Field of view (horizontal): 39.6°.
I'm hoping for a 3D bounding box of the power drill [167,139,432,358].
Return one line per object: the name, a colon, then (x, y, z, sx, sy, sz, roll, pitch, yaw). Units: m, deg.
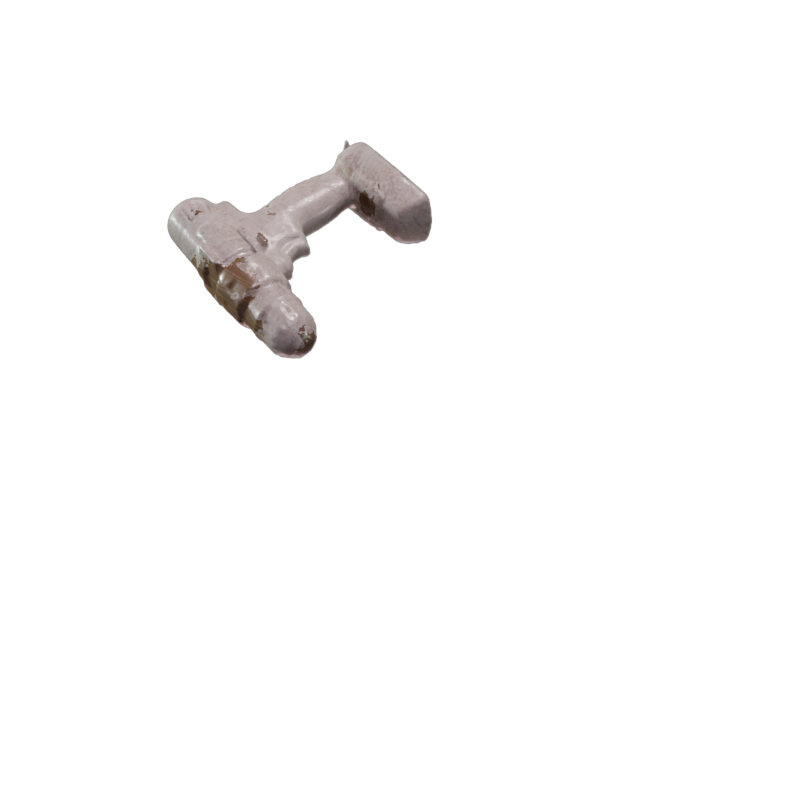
power drill: (-0.069, -0.127, 0.888, 0.187, 0.053, 0.198, -27, 53, -23)
